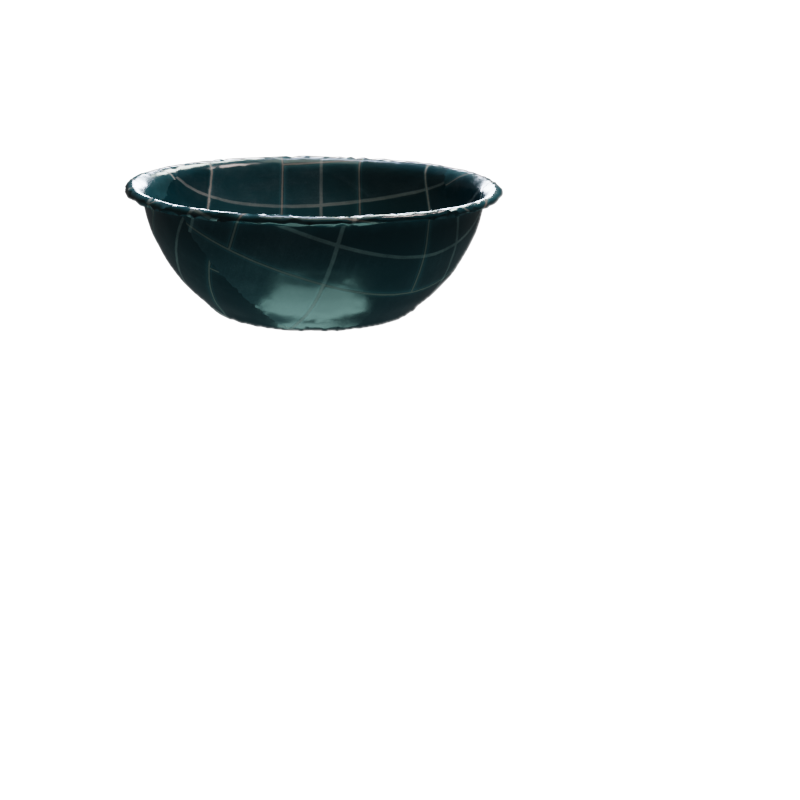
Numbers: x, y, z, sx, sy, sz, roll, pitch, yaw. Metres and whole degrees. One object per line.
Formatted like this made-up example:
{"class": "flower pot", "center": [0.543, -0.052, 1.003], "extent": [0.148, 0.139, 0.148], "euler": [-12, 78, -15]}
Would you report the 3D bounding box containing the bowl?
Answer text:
{"class": "bowl", "center": [-0.038, -0.069, 0.485], "extent": [0.162, 0.053, 0.169], "euler": [-1, 19, -2]}
